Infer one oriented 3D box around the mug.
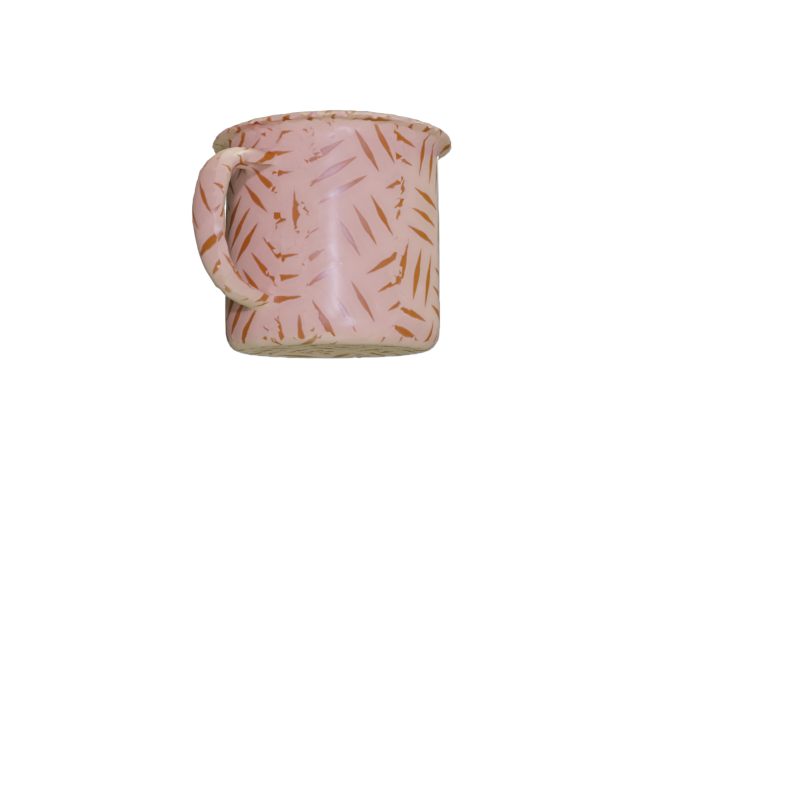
[{"bbox_3d":[-0.033,-0.060,0.417,0.096,0.083,0.111,-4,-7,34],"label":"mug"}]
